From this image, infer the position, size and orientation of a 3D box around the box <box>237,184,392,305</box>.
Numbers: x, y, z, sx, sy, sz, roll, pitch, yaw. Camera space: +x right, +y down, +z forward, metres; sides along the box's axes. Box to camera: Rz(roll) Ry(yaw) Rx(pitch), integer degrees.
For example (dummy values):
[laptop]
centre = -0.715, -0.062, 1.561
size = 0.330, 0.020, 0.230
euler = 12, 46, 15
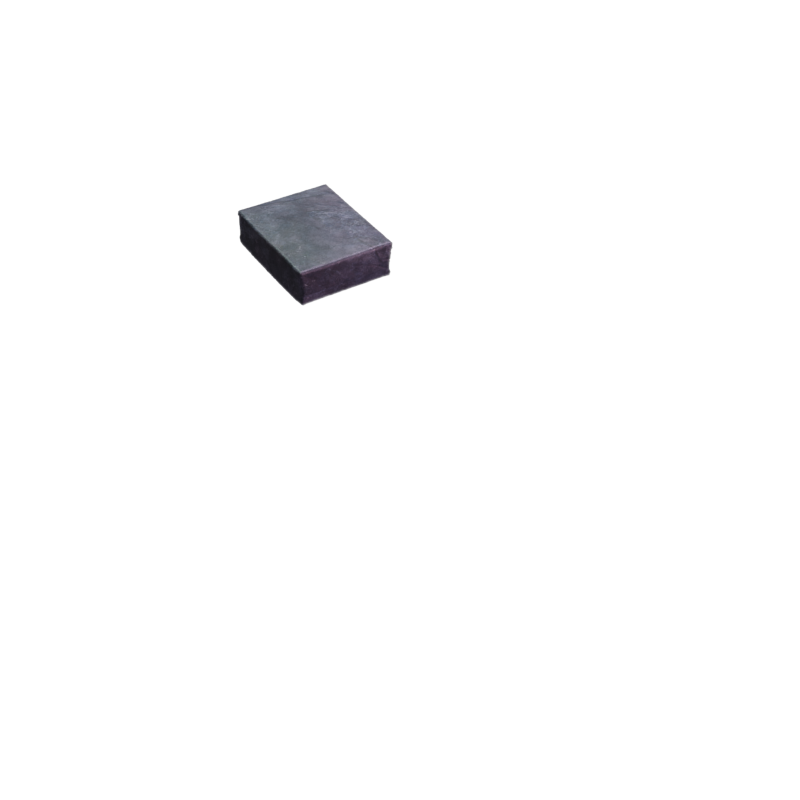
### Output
[box]
centre = -0.074, -0.135, 0.946
size = 0.089, 0.036, 0.123
euler = -22, 46, -24
